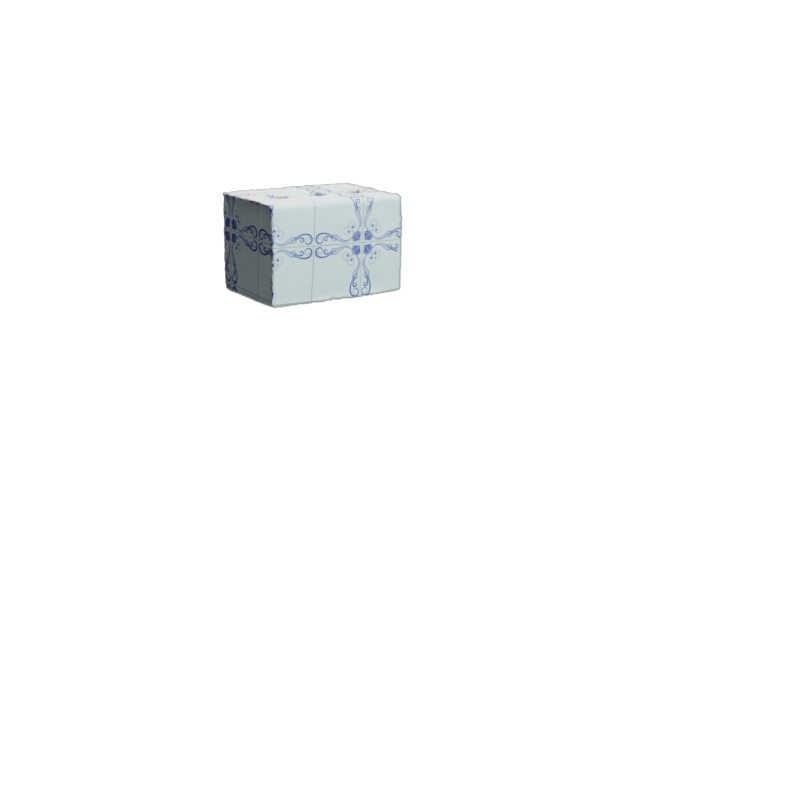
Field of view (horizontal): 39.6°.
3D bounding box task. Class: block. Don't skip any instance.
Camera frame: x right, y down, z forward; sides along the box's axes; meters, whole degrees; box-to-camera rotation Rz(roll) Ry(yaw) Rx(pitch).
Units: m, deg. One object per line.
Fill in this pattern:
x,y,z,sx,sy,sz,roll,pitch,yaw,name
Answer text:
-0.044,-0.081,0.565,0.076,0.050,0.056,-10,18,-32,block
